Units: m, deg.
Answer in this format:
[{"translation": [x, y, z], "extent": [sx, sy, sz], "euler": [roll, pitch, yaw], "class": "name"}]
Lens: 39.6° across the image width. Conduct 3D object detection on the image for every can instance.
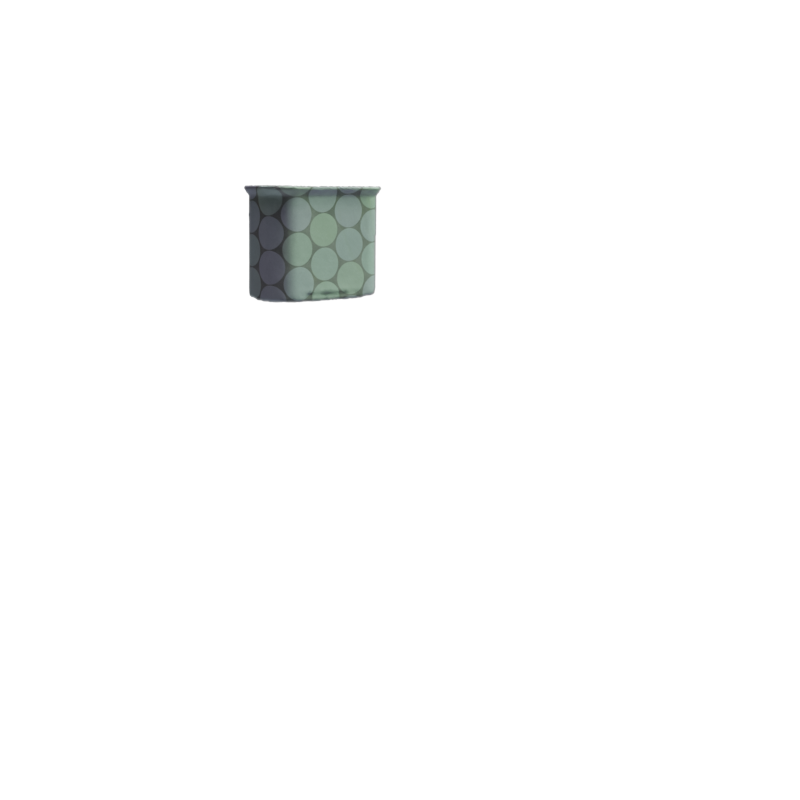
[{"translation": [-0.065, -0.118, 0.827], "extent": [0.099, 0.083, 0.060], "euler": [-5, 7, -36], "class": "can"}]
